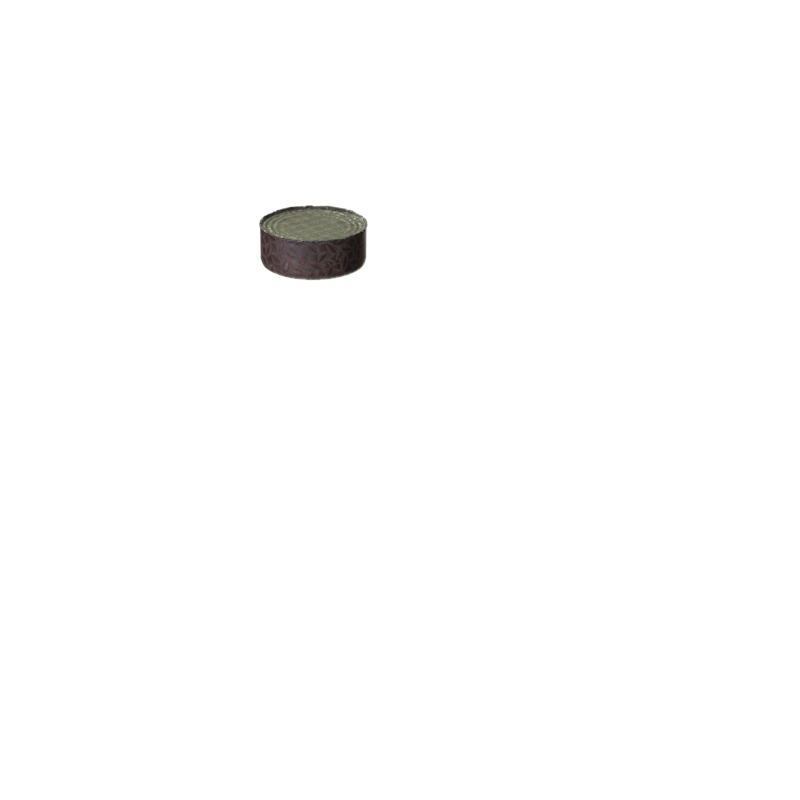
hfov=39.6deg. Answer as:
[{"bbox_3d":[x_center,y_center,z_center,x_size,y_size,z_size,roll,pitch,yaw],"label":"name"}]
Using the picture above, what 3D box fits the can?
[{"bbox_3d":[-0.069,-0.126,0.882,0.086,0.032,0.091,-1,26,-2],"label":"can"}]
